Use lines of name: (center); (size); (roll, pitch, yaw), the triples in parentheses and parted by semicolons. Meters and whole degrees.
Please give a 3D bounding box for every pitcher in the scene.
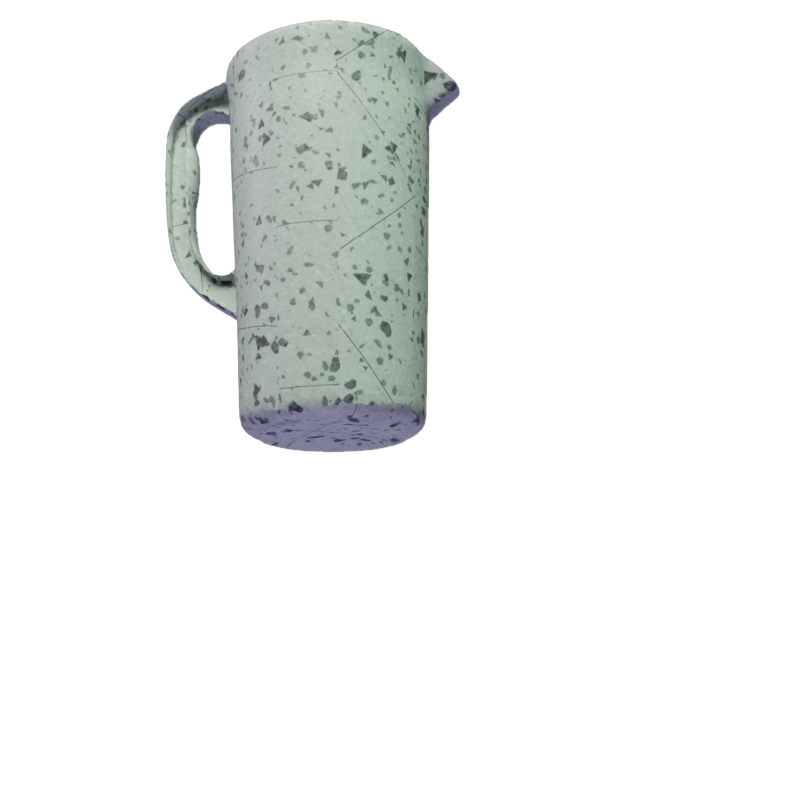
pitcher: (-0.053, -0.097, 0.680); (0.138, 0.255, 0.150); (13, -24, -36)
